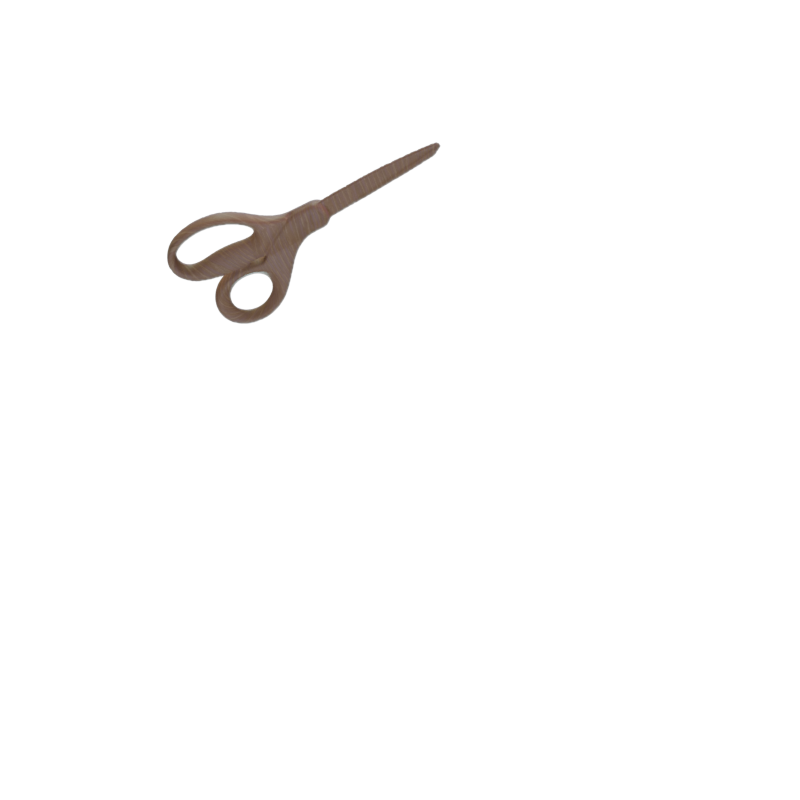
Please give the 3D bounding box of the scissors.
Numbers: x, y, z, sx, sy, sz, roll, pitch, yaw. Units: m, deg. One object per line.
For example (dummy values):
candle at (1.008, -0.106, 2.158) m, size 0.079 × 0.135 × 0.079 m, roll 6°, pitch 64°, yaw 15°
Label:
scissors at (-0.060, -0.109, 0.761) m, size 0.203 × 0.090 × 0.017 m, roll -14°, pitch 32°, yaw 9°
